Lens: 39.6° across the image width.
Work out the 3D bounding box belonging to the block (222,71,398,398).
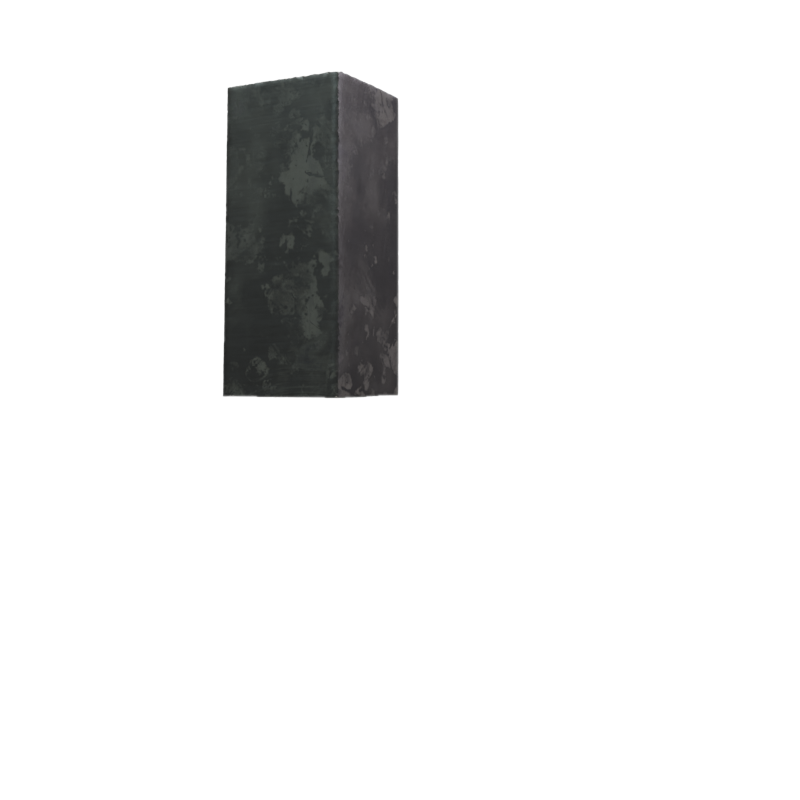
[{"bbox_3d":[-0.058,-0.107,0.748,0.093,0.209,0.086,-3,-6,28],"label":"block"}]
